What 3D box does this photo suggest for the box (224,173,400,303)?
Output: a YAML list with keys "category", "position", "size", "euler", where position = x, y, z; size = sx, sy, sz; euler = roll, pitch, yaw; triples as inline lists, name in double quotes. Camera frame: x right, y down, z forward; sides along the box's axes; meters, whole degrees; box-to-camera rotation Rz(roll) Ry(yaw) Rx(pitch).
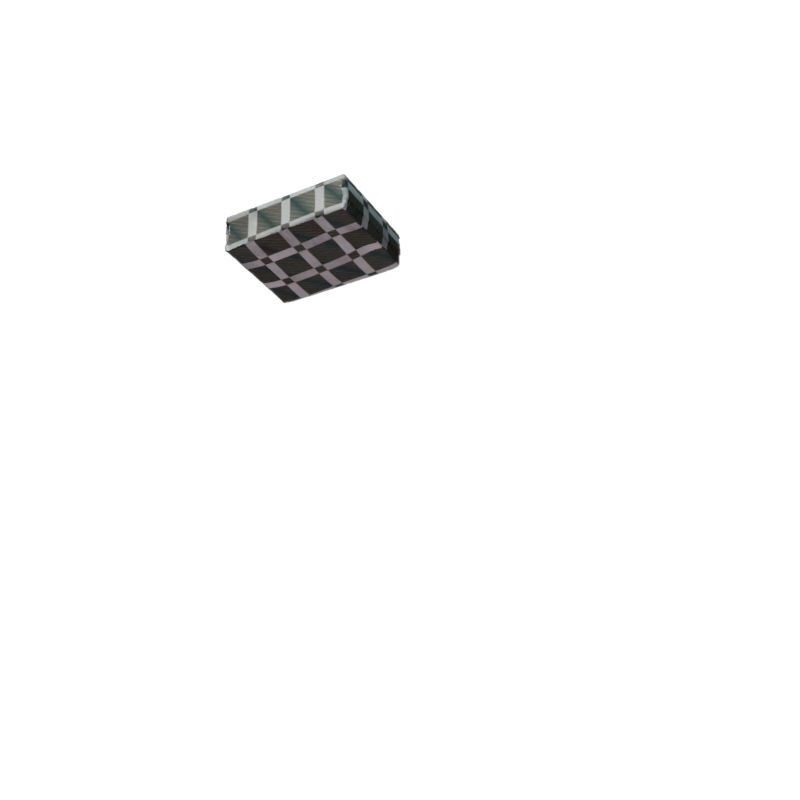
- category: "box"
  position: [-0.069, -0.126, 0.883]
  size: [0.115, 0.042, 0.083]
  euler: [-17, -37, 24]
